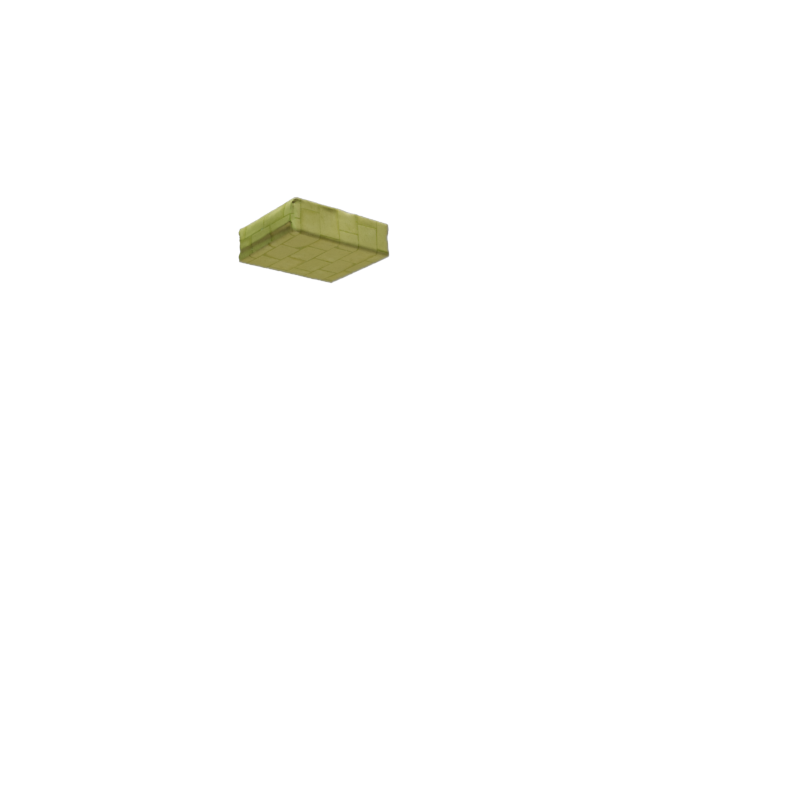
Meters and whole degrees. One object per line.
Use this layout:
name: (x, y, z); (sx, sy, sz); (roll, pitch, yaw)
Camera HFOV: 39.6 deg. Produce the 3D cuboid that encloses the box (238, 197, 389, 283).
box: (-0.065, -0.118, 0.824); (0.085, 0.032, 0.074); (11, -20, -36)
